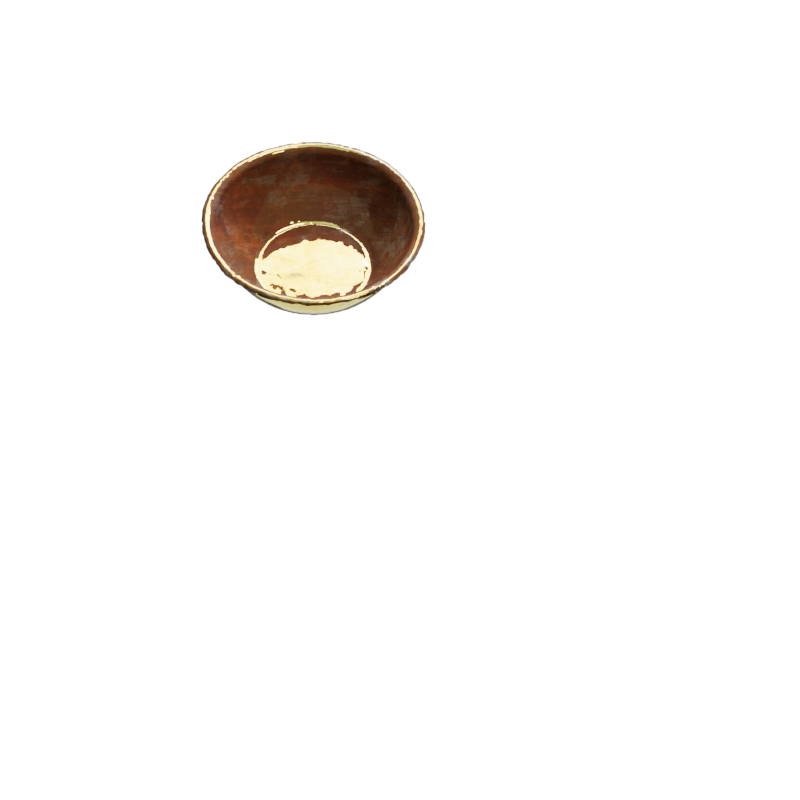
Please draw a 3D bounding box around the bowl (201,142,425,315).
[{"bbox_3d":[-0.064,-0.117,0.819,0.162,0.174,0.051,-1,-39,-1],"label":"bowl"}]
